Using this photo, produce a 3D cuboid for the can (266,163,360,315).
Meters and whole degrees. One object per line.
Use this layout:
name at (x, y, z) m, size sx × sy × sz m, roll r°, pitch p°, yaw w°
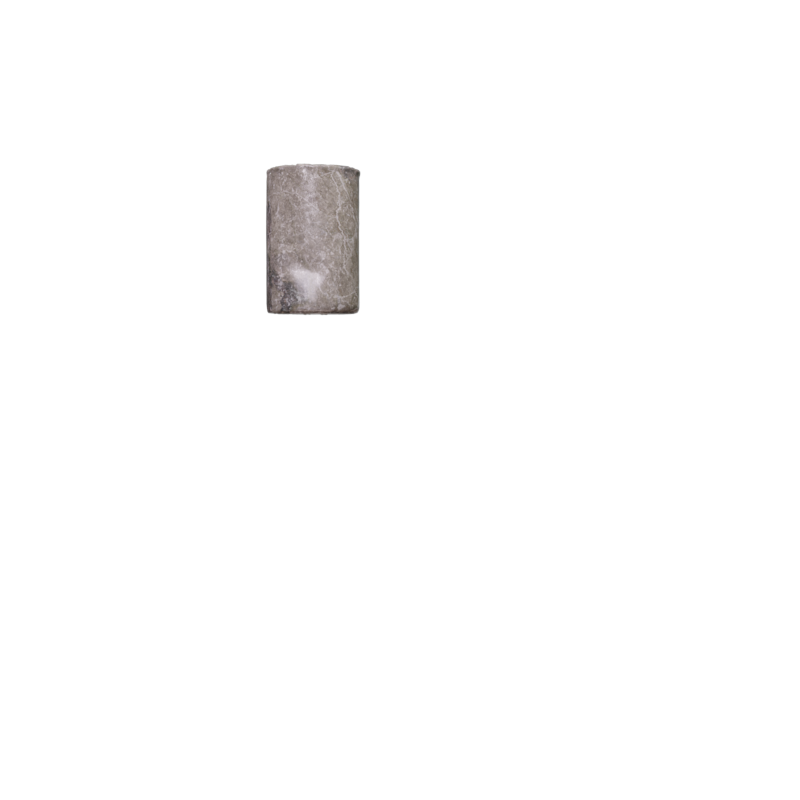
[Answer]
can at (-0.062, -0.113, 0.792) m, size 0.068 × 0.104 × 0.068 m, roll 0°, pitch -4°, yaw -2°
